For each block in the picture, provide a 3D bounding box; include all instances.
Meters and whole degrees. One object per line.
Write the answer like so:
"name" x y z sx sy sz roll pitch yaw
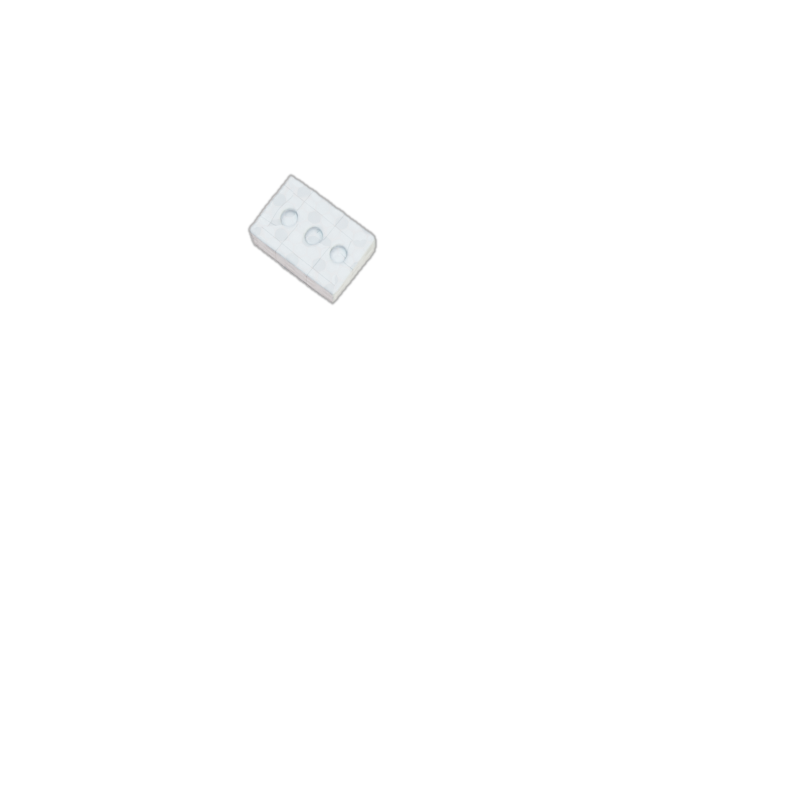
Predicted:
"block" -0.063 -0.115 0.802 0.079 0.053 0.050 36 -7 4
